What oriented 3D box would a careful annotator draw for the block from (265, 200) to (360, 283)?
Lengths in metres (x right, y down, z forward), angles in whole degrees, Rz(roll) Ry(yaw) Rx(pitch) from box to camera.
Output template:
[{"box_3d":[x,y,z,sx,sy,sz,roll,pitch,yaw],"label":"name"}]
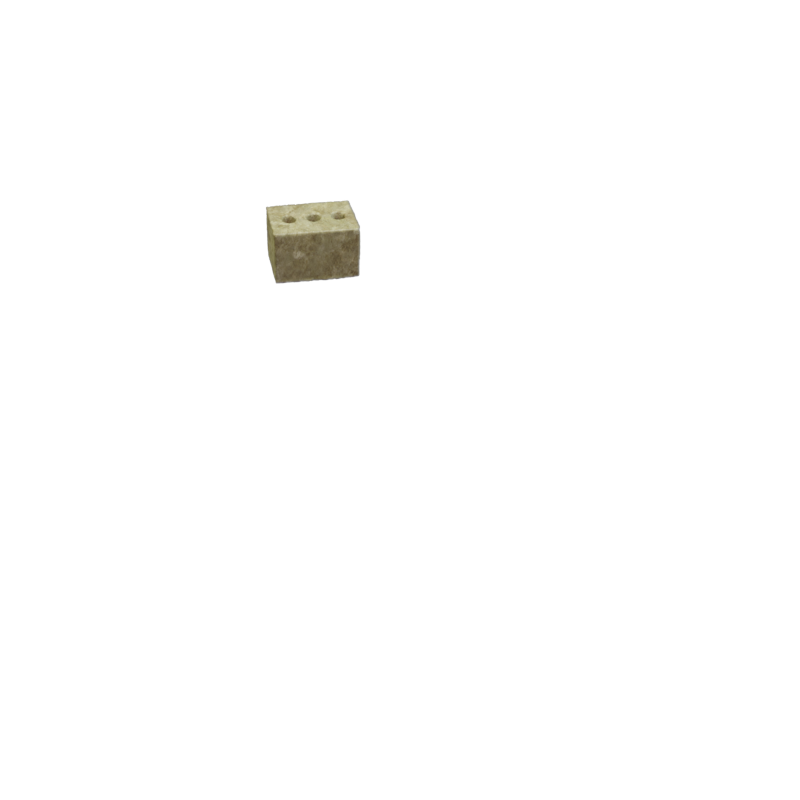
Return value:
[{"box_3d":[-0.077,-0.140,0.982,0.077,0.048,0.057,-6,35,-10],"label":"block"}]
